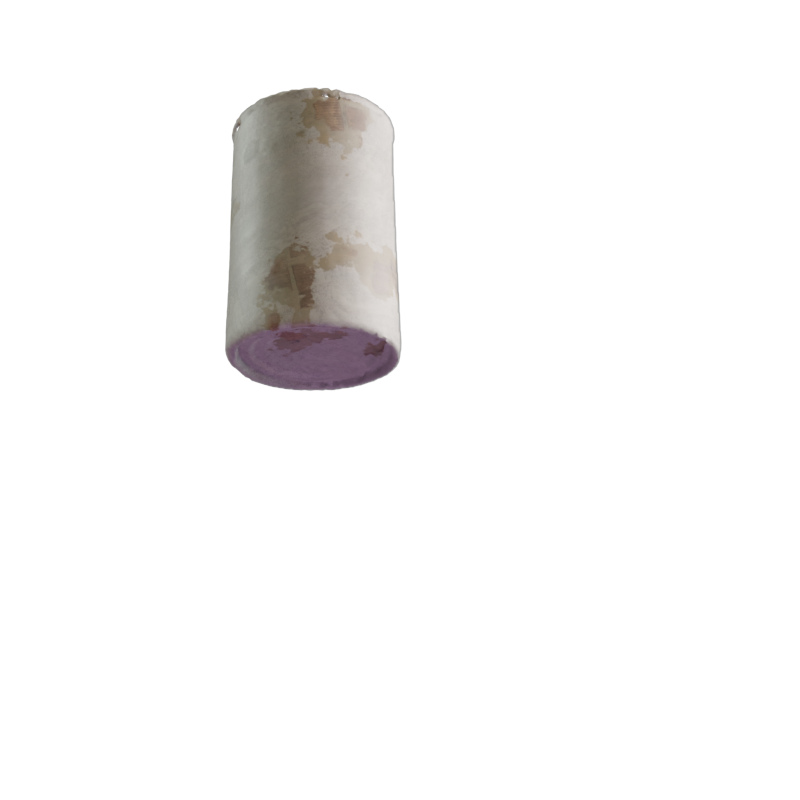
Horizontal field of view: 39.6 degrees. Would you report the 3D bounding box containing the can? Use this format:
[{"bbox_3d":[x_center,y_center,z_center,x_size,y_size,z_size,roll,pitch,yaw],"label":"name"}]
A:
[{"bbox_3d":[-0.035,-0.063,0.441,0.068,0.108,0.065,0,-26,-2],"label":"can"}]
